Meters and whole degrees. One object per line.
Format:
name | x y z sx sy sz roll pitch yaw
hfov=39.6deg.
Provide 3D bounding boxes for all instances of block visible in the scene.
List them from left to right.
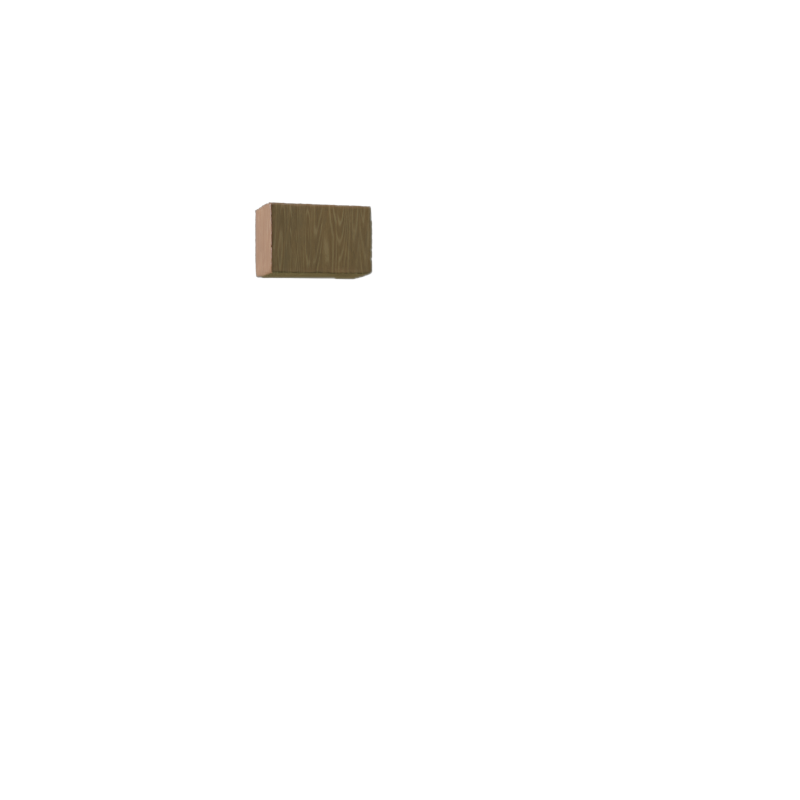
block | -0.064 -0.116 0.814 0.076 0.052 0.053 0 -2 -17
